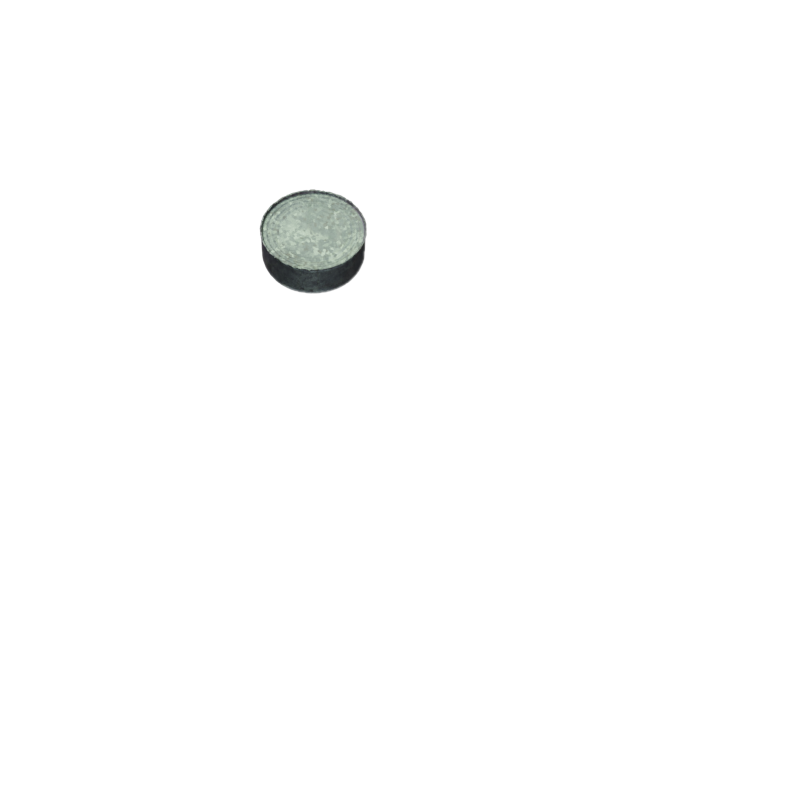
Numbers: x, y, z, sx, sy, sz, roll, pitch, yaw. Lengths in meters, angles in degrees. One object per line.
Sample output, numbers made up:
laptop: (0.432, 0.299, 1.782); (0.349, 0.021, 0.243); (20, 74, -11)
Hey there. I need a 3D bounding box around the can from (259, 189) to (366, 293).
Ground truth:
can: (-0.070, -0.128, 0.900); (0.086, 0.092, 0.031); (-1, -37, -1)
